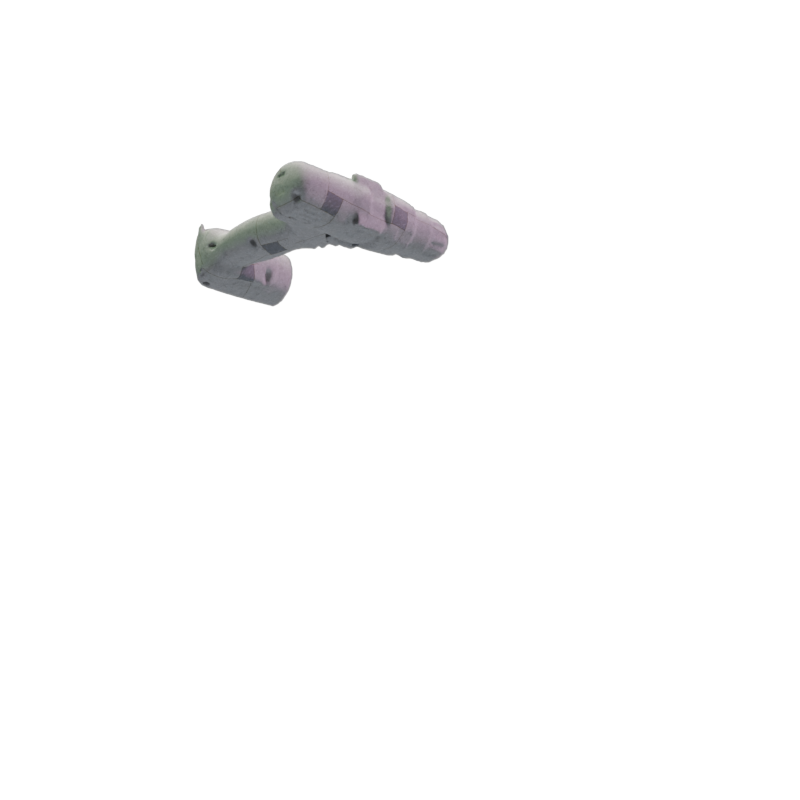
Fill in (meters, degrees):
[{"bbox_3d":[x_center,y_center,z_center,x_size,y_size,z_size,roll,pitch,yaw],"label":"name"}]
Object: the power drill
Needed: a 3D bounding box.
[{"bbox_3d":[-0.076,-0.139,0.975,0.174,0.060,0.189,18,-28,-39],"label":"power drill"}]
